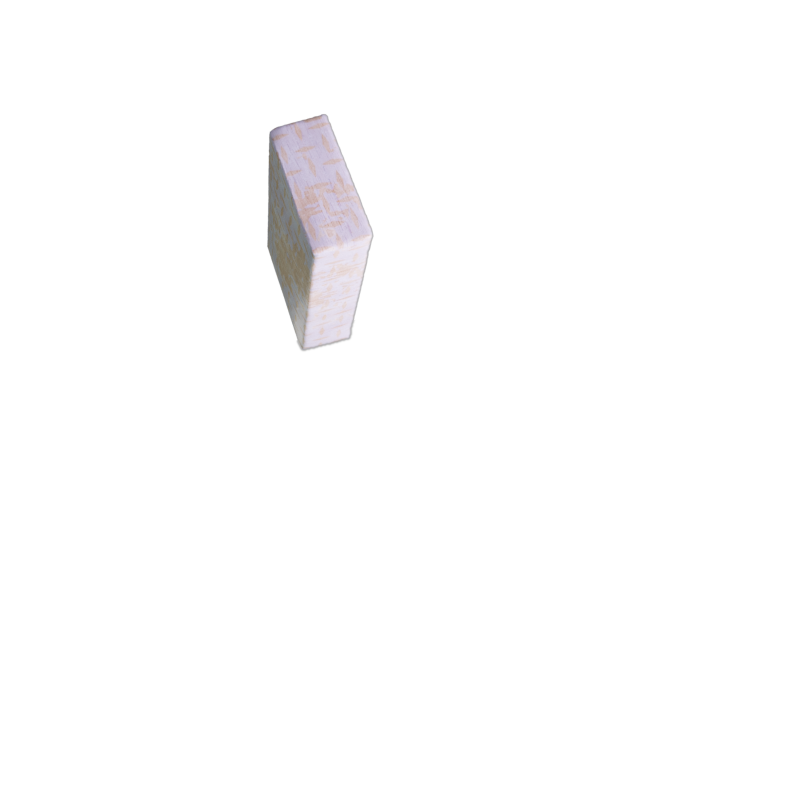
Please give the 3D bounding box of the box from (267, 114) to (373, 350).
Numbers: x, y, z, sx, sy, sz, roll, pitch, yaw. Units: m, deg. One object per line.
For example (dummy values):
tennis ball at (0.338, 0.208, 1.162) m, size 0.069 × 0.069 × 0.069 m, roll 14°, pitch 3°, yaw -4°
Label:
box at (-0.059, -0.107, 0.751) m, size 0.048 × 0.098 × 0.168 m, roll -17°, pitch -17°, yaw -9°
